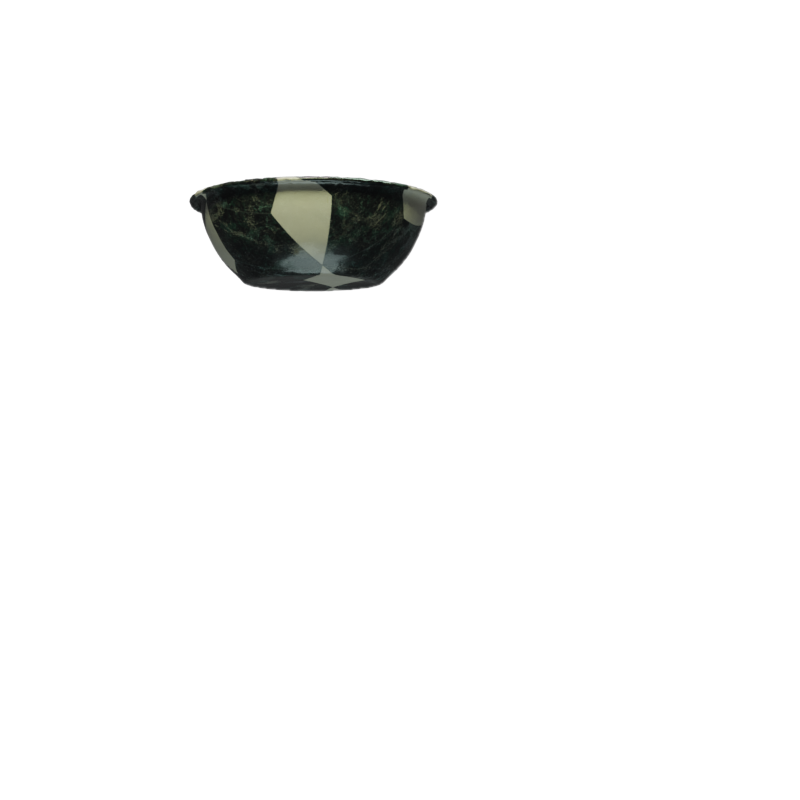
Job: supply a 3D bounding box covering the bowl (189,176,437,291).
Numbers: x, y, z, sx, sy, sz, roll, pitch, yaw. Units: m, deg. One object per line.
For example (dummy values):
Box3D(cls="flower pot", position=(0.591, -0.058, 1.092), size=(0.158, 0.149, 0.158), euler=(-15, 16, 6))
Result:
Box3D(cls="bowl", position=(-0.056, -0.103, 0.720), size=(0.162, 0.056, 0.160), euler=(0, -2, -2))
